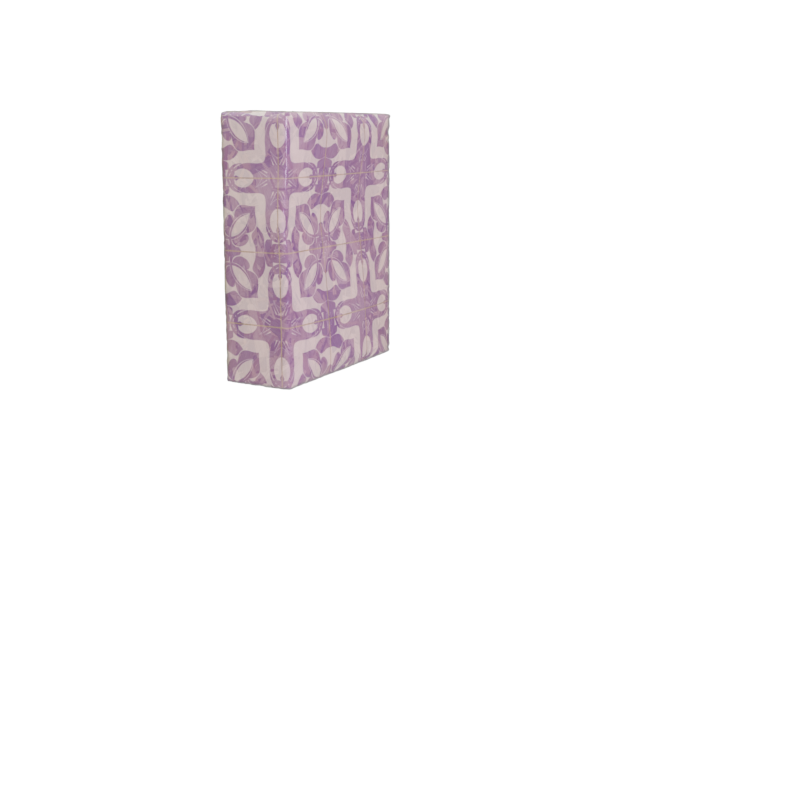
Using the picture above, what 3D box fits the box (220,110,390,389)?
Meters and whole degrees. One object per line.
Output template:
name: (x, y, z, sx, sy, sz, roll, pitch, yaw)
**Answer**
box: (-0.072, -0.131, 0.915, 0.075, 0.210, 0.161, 4, 10, 29)
